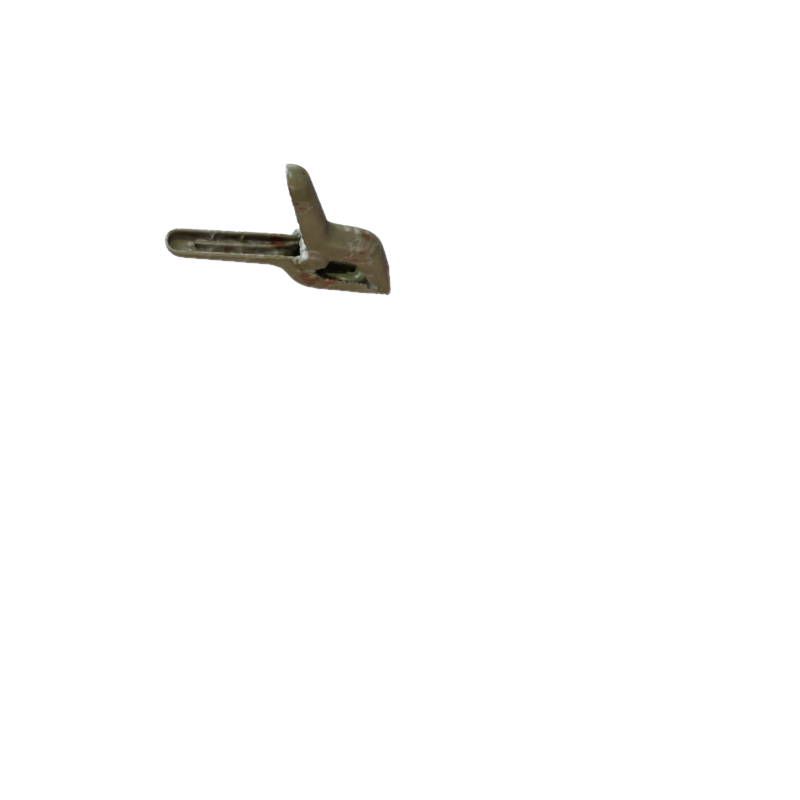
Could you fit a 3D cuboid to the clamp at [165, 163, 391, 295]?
[{"bbox_3d":[-0.076,-0.138,0.967,0.198,0.038,0.165,17,-27,-36],"label":"clamp"}]
